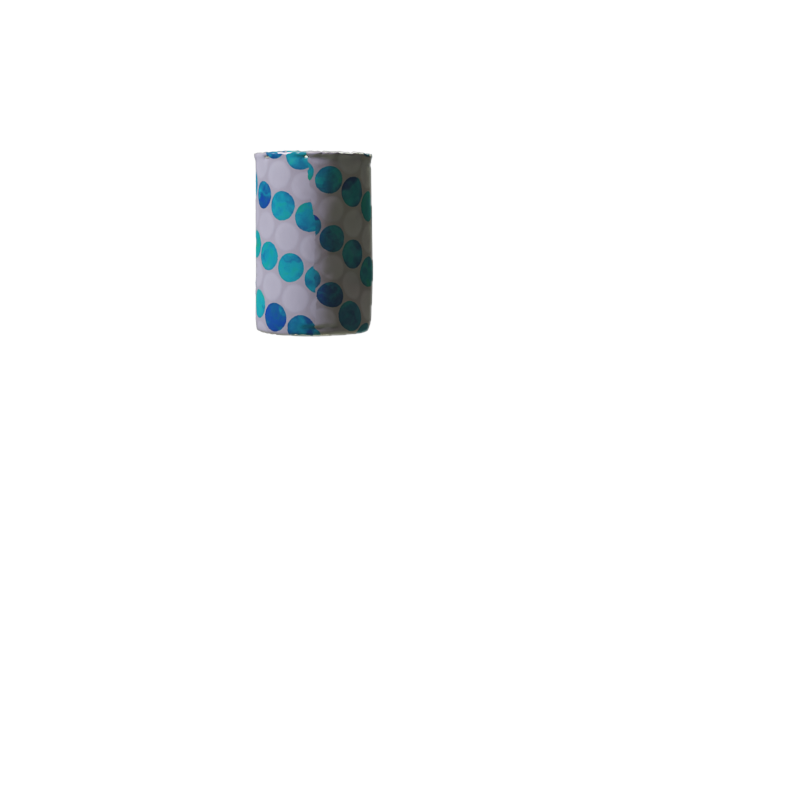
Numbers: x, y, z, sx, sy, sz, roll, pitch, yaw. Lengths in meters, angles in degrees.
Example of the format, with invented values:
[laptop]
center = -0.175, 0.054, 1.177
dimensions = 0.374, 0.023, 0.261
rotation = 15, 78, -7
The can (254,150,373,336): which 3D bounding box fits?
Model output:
[can]
center = -0.050, -0.091, 0.639
dimensions = 0.068, 0.101, 0.069
rotation = 0, 5, -2
